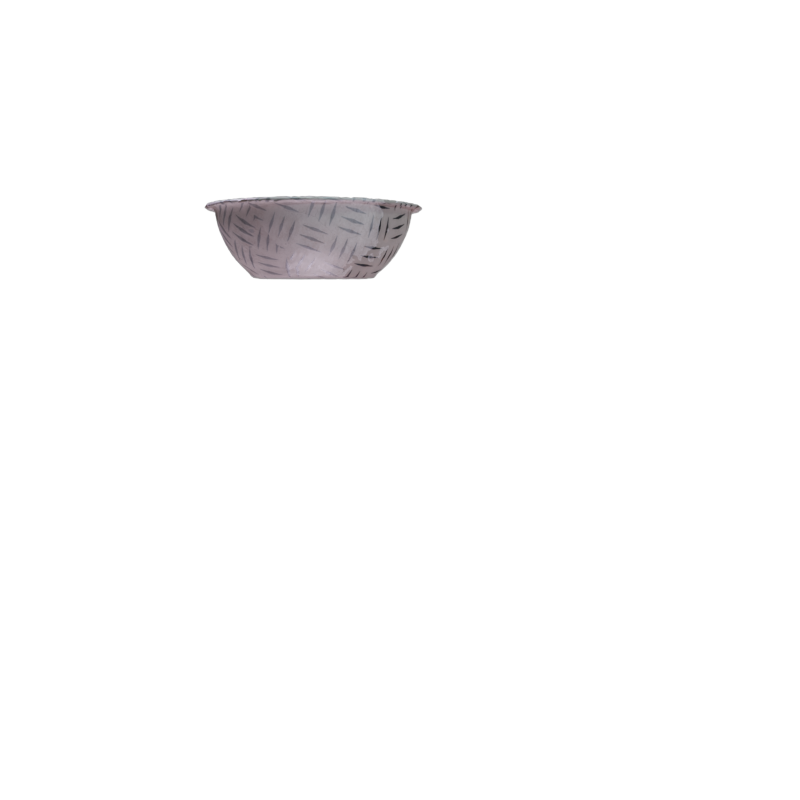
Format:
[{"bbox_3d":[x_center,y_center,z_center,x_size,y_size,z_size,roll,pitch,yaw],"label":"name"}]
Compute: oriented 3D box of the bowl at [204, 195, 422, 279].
[{"bbox_3d":[-0.065,-0.118,0.827,0.162,0.055,0.163,0,4,-2],"label":"bowl"}]
